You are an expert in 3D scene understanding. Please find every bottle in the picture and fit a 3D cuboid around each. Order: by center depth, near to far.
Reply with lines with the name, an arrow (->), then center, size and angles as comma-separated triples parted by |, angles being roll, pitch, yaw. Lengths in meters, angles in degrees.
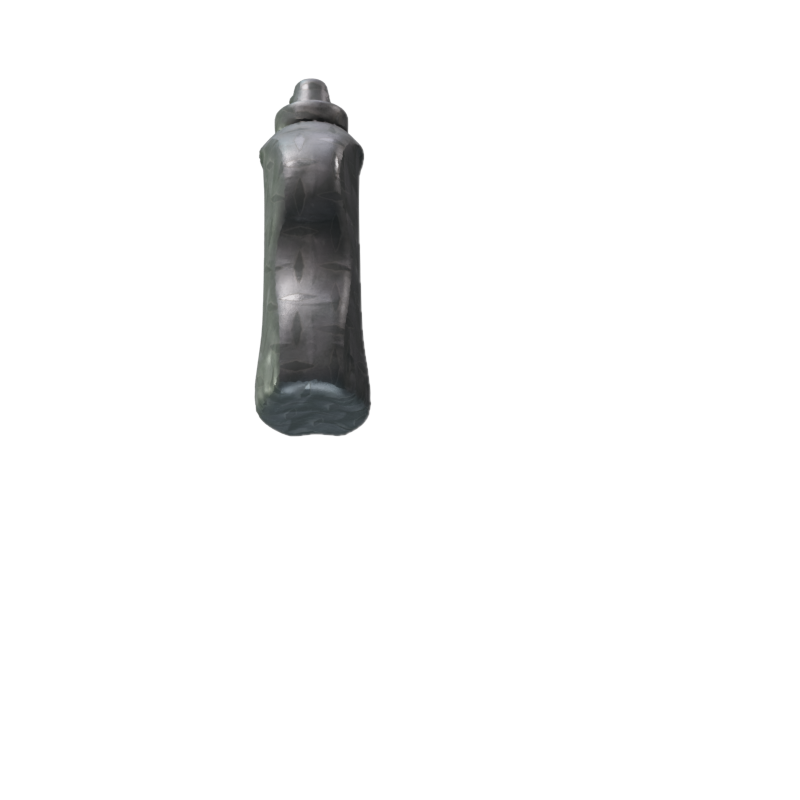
bottle -> -0.046, -0.084, 0.587 | 0.058, 0.201, 0.091 | -2, -21, 1
